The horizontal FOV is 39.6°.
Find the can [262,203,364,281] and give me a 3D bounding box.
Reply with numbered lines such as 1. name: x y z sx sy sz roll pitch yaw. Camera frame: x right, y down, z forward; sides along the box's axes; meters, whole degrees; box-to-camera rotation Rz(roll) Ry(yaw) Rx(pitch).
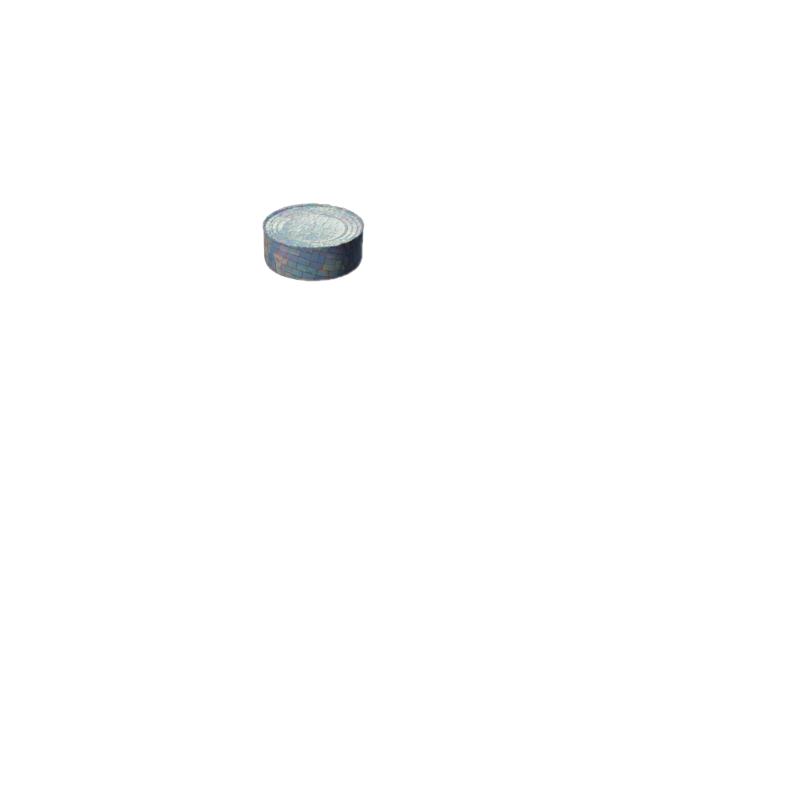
1. can: -0.074 -0.134 0.940 0.086 0.032 0.091 -1 32 -2
